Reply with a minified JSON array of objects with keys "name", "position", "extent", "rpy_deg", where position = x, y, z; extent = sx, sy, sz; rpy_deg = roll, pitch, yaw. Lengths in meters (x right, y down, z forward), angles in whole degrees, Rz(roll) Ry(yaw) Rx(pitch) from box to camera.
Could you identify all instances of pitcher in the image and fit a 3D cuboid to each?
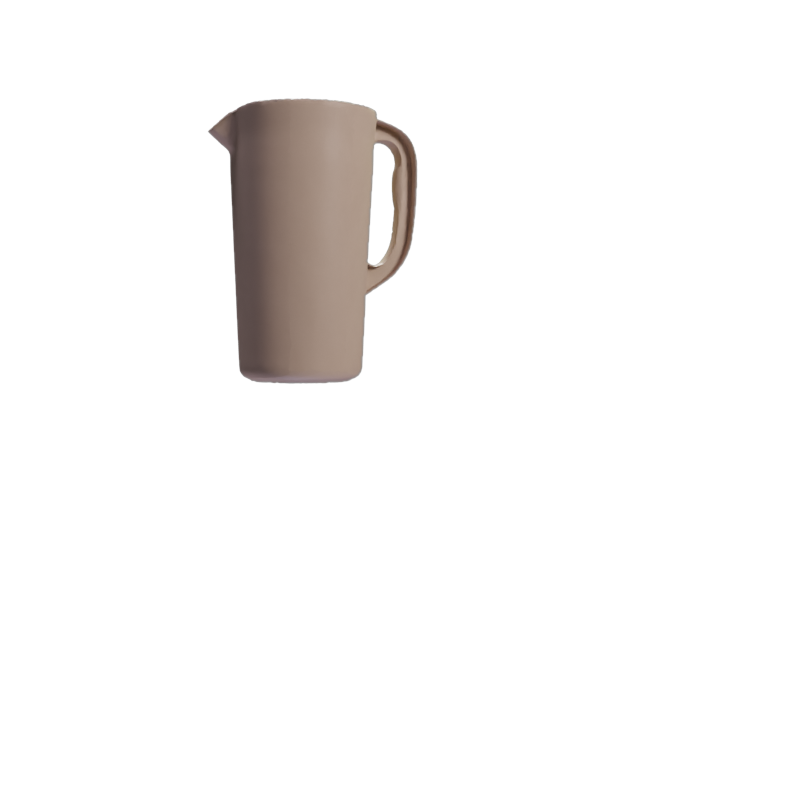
[{"name":"pitcher","position":[-0.077,-0.140,0.978],"extent":[0.154,0.245,0.140],"rpy_deg":[-1,-1,26]}]
